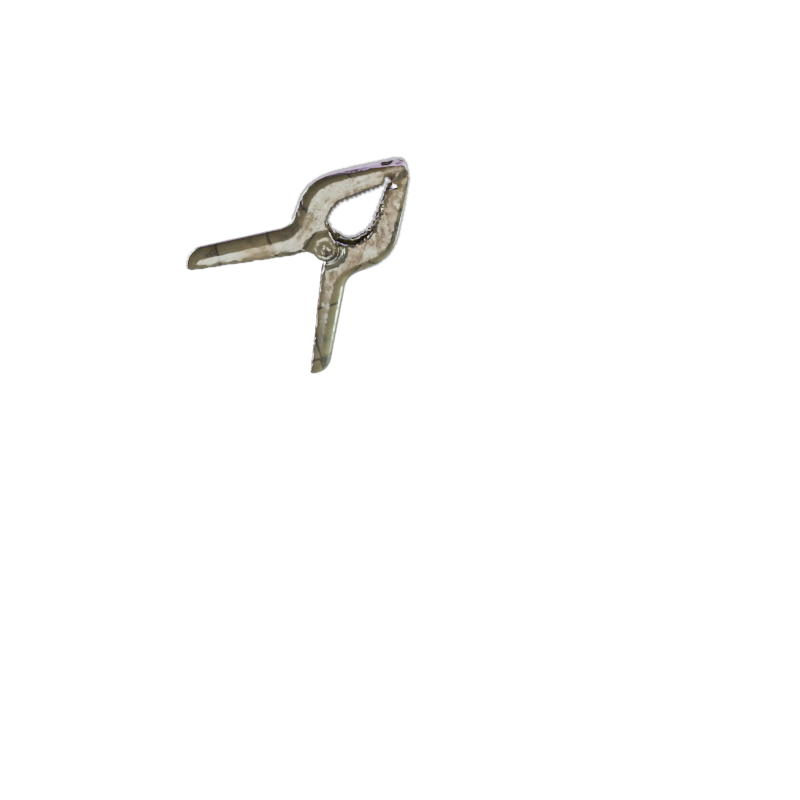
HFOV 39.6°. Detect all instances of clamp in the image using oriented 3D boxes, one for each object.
[{"bbox_3d":[-0.077,-0.141,0.984,0.159,0.206,0.038,35,18,-13],"label":"clamp"}]
